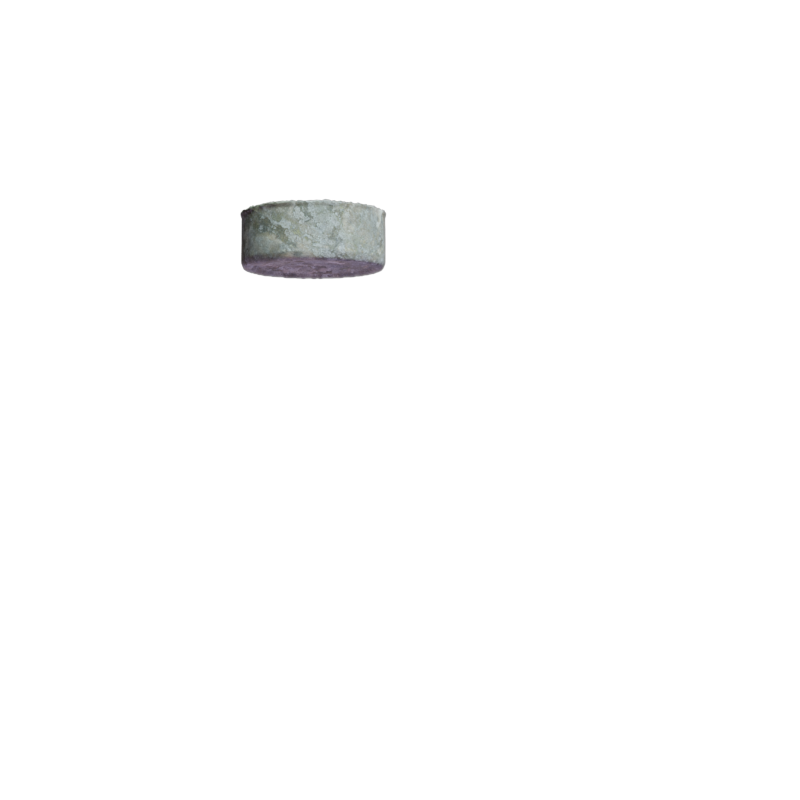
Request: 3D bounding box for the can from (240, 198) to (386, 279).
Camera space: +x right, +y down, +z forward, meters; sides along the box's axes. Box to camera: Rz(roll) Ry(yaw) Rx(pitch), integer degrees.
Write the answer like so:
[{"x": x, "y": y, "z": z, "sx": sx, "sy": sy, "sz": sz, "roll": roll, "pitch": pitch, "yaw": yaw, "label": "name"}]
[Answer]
[{"x": -0.051, "y": -0.093, "z": 0.649, "sx": 0.086, "sy": 0.034, "sz": 0.085, "roll": 0, "pitch": -3, "yaw": -2, "label": "can"}]
